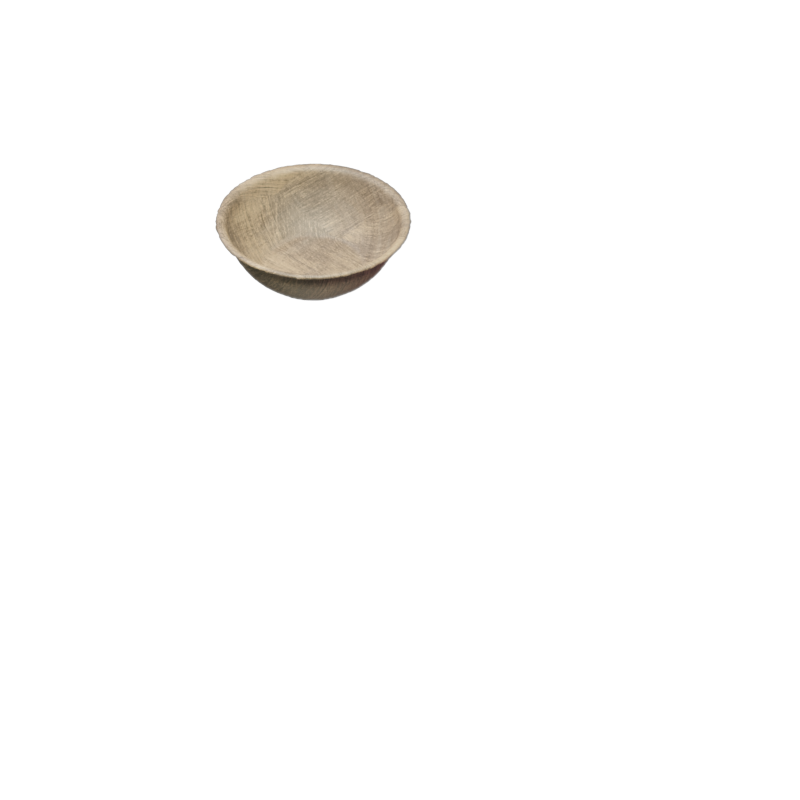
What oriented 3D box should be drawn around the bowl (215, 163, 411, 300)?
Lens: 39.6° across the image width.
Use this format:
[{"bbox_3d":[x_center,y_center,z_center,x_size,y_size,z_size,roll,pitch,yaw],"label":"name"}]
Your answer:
[{"bbox_3d":[-0.073,-0.133,0.934,0.162,0.051,0.174,-1,42,-2],"label":"bowl"}]
